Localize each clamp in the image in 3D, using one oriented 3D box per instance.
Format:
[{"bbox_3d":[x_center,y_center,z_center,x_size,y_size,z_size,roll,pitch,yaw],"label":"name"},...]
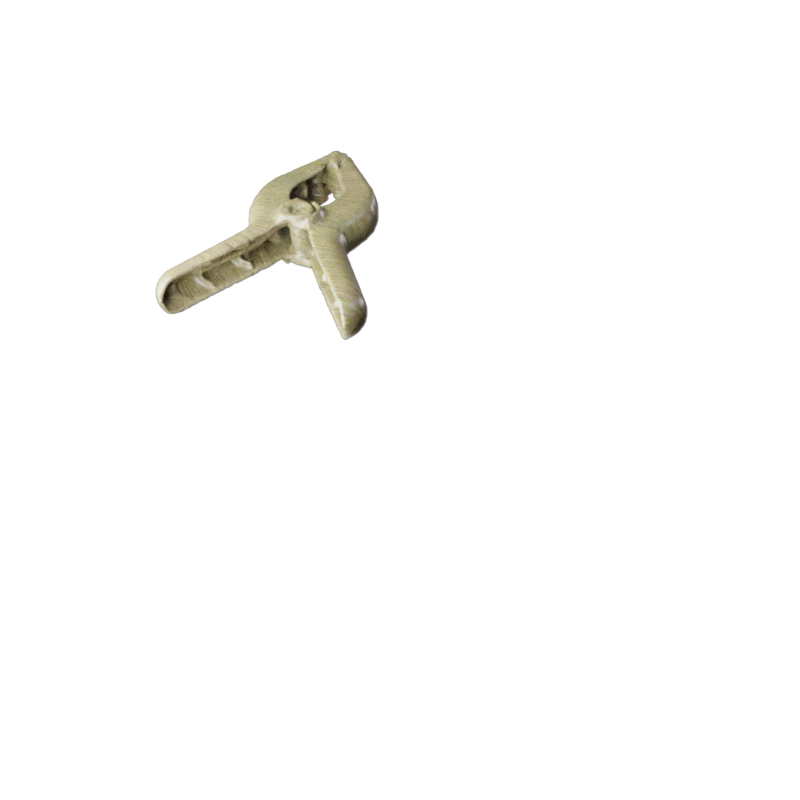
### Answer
[{"bbox_3d":[-0.051,-0.093,0.651,0.125,0.037,0.177,17,45,18],"label":"clamp"}]
